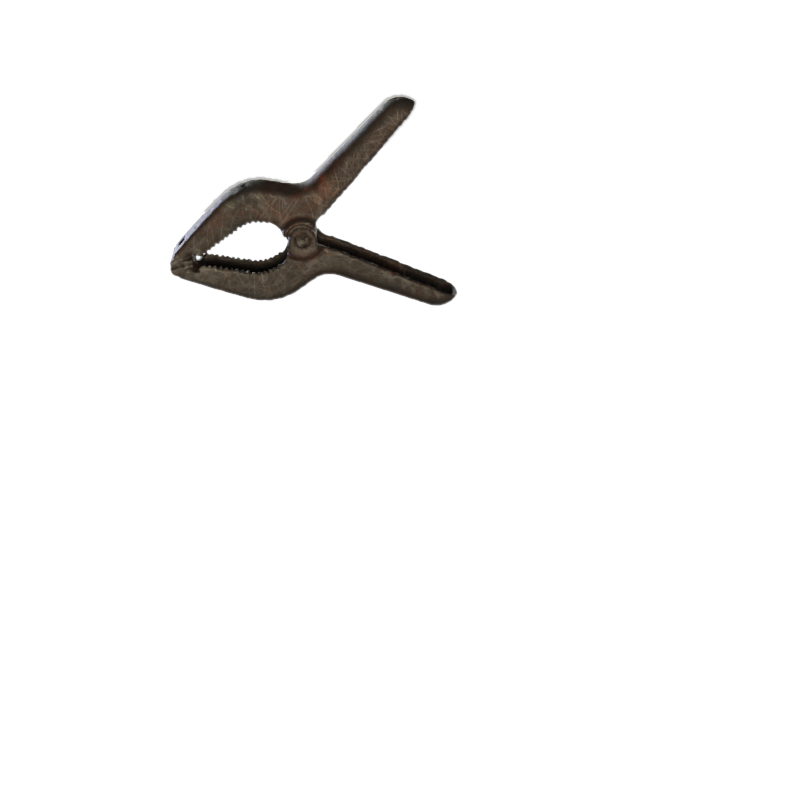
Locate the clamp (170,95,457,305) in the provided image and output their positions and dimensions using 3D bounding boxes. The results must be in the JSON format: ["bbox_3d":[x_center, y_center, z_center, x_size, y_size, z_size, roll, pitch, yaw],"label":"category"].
[{"bbox_3d":[-0.064,-0.118,0.823,0.210,0.156,0.038,-19,22,8],"label":"clamp"}]
